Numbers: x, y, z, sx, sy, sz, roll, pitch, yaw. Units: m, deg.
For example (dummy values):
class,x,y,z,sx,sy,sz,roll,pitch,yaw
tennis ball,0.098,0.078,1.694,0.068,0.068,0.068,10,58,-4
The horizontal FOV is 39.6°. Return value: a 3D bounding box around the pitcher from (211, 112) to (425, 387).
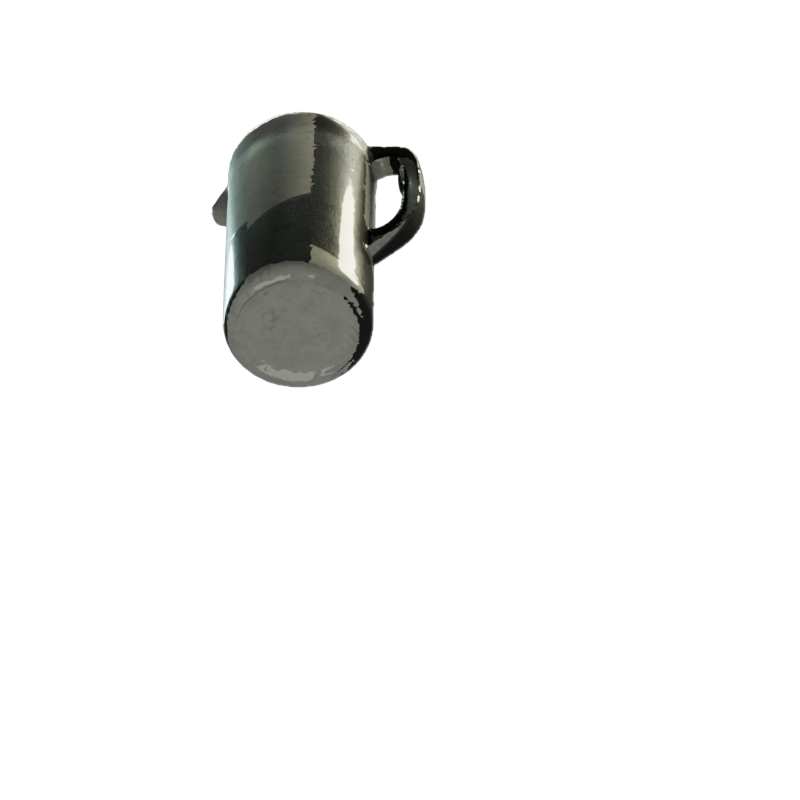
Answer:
class,x,y,z,sx,sy,sz,roll,pitch,yaw
pitcher,-0.069,-0.126,0.882,0.140,0.144,0.260,23,31,-18
